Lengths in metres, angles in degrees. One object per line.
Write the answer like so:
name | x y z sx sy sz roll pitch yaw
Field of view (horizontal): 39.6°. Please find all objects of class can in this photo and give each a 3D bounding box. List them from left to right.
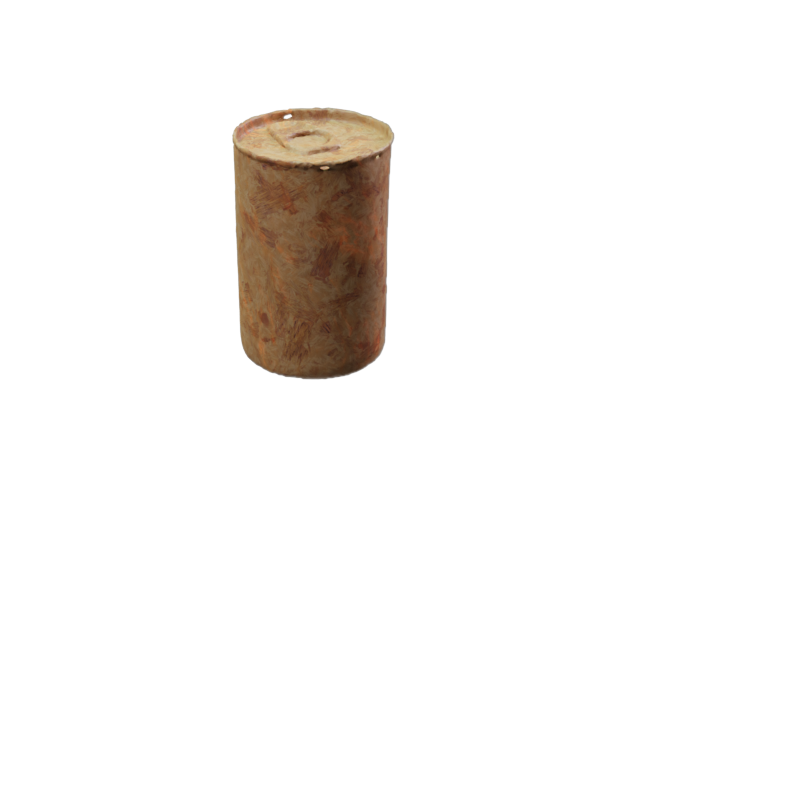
can | -0.038 -0.069 0.486 0.068 0.096 0.073 0 29 -2
